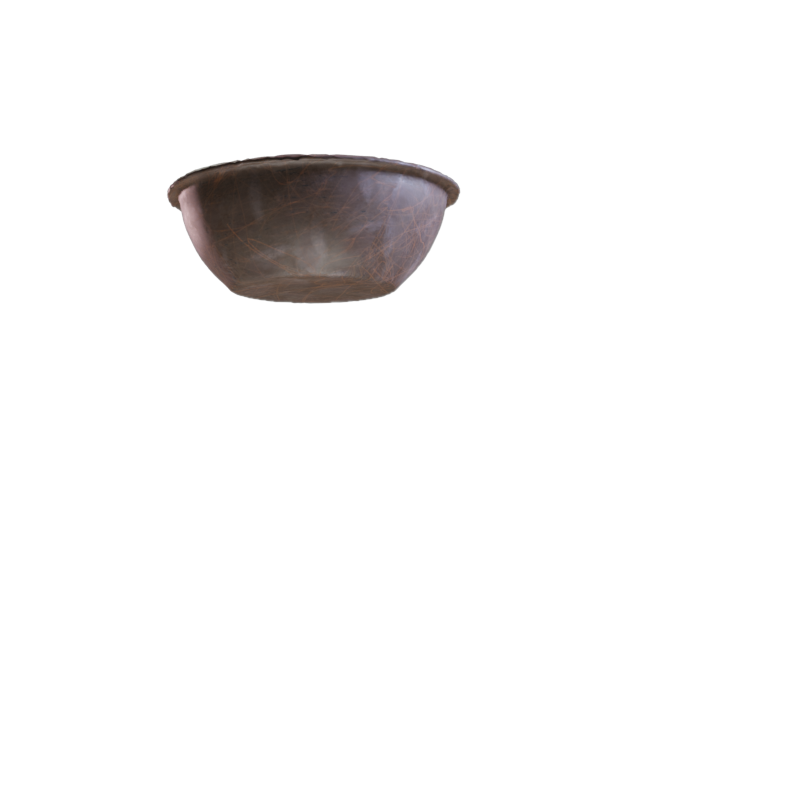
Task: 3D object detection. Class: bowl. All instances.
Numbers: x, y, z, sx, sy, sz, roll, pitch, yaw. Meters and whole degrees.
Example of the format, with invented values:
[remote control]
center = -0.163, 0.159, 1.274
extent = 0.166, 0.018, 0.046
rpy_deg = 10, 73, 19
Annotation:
[bowl]
center = -0.048, -0.087, 0.608
extent = 0.162, 0.056, 0.159
rpy_deg = 0, -5, -2
